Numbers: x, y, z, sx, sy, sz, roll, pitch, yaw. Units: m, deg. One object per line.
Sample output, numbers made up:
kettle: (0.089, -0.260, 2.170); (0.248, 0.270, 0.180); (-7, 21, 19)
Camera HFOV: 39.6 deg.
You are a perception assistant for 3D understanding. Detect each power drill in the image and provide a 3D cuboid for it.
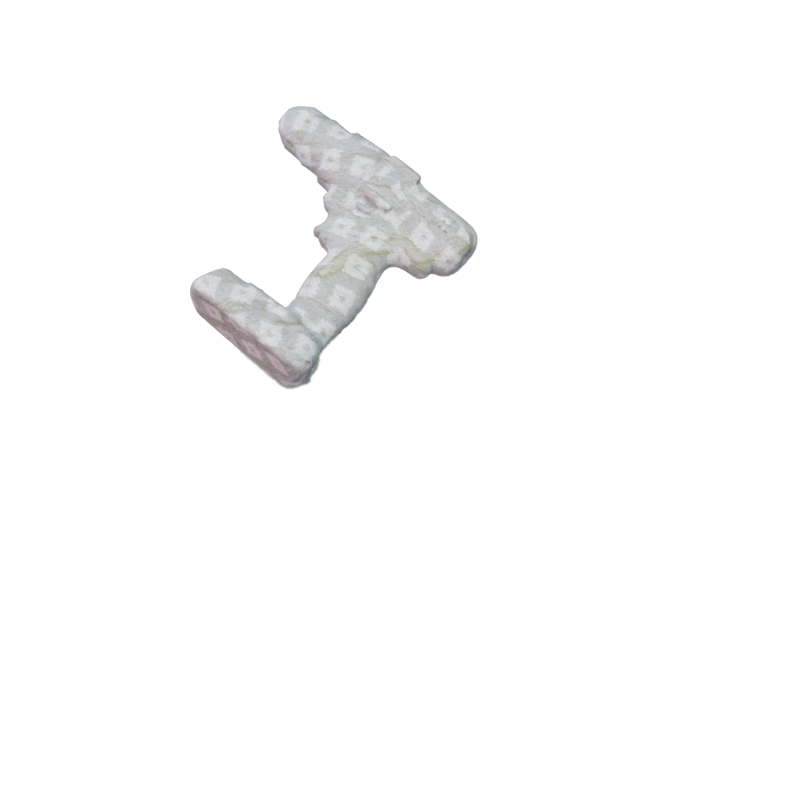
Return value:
power drill: (-0.064, -0.117, 0.819); (0.193, 0.190, 0.054); (38, -21, 17)
